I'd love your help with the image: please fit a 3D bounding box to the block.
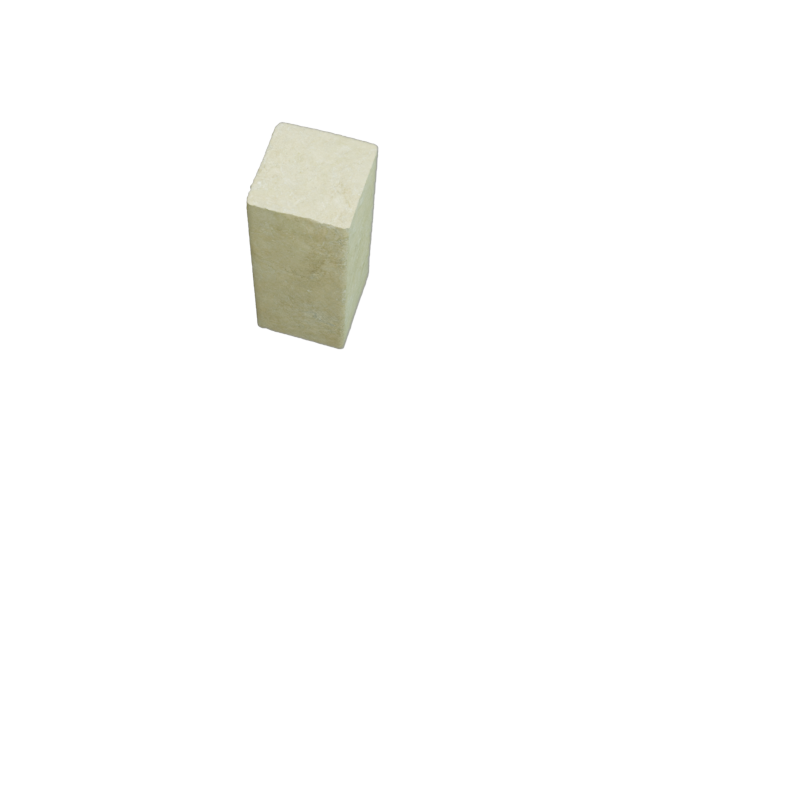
[{"bbox_3d":[-0.078,-0.141,0.986,0.091,0.095,0.194,15,-27,4],"label":"block"}]
